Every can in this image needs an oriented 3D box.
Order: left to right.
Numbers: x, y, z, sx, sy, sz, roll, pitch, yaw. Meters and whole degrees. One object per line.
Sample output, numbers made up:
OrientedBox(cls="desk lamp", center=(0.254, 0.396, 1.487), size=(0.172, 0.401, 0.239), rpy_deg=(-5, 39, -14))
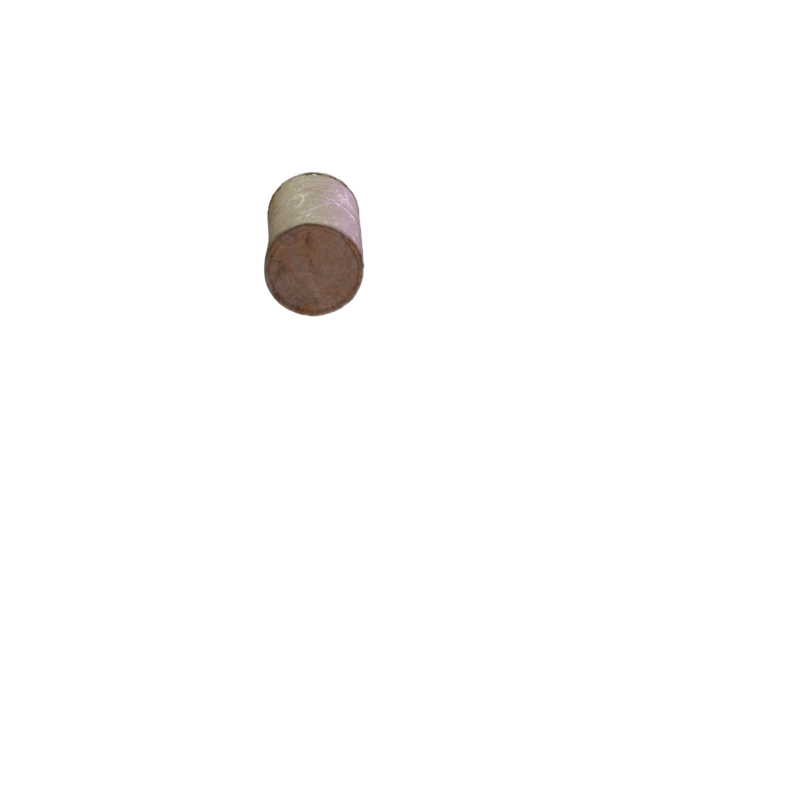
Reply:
OrientedBox(cls="can", center=(-0.060, -0.110, 0.769), size=(0.068, 0.065, 0.108), rpy_deg=(0, 28, -3))
